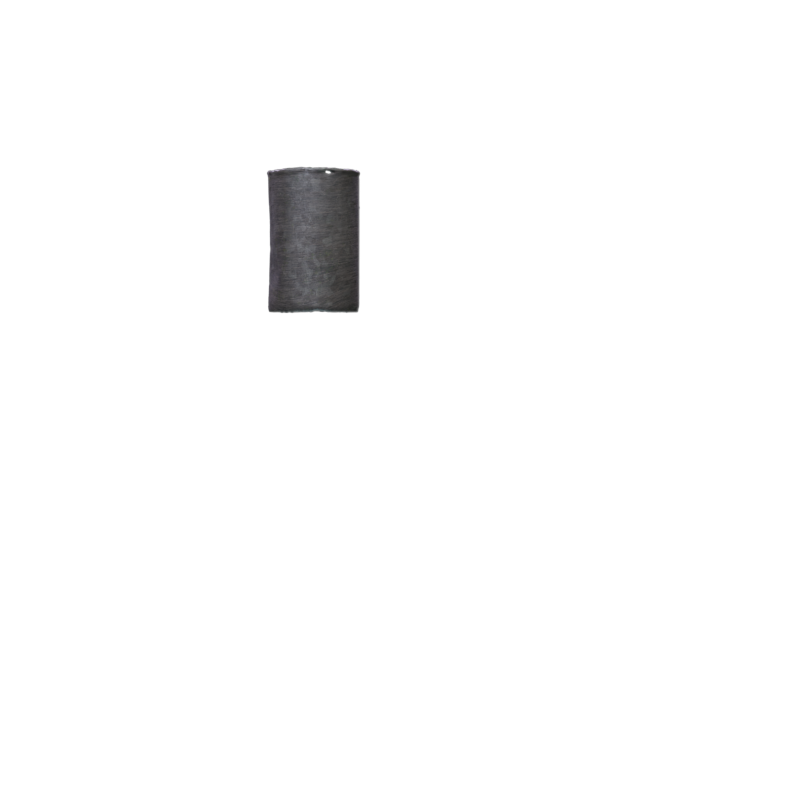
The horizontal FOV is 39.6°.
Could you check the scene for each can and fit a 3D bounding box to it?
[{"bbox_3d":[-0.063,-0.114,0.801,0.068,0.103,0.068,0,0,-2],"label":"can"}]
